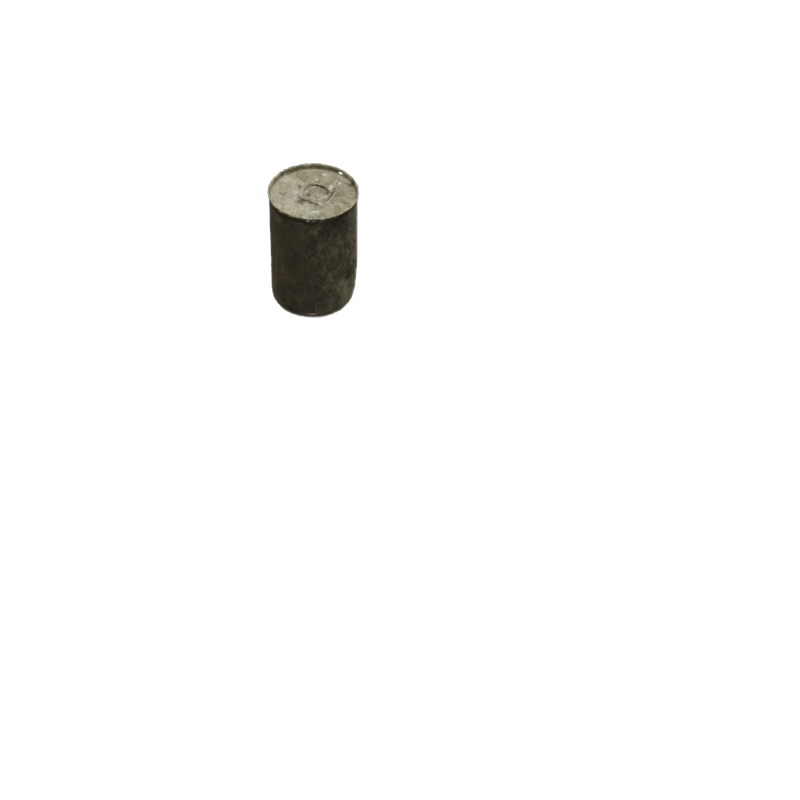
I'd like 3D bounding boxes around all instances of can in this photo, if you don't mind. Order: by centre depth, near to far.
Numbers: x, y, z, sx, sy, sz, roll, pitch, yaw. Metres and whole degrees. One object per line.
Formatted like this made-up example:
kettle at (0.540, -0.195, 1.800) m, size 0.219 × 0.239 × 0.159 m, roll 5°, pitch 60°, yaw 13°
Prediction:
can at (-0.067, -0.122, 0.854) m, size 0.068 × 0.095 × 0.074 m, roll 0°, pitch 45°, yaw -3°
